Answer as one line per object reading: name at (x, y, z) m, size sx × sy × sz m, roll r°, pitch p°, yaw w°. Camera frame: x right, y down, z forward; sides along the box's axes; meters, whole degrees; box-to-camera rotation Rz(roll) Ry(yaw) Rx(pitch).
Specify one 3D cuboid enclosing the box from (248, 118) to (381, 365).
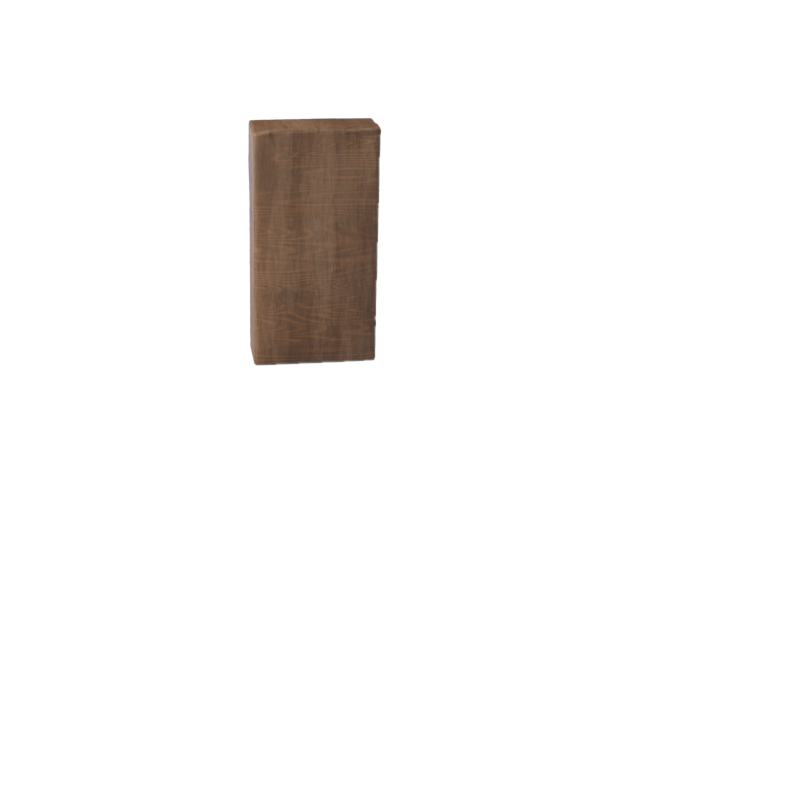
box at (-0.063, -0.115, 0.808) m, size 0.092 × 0.169 × 0.051 m, roll -2°, pitch 20°, yaw -9°
